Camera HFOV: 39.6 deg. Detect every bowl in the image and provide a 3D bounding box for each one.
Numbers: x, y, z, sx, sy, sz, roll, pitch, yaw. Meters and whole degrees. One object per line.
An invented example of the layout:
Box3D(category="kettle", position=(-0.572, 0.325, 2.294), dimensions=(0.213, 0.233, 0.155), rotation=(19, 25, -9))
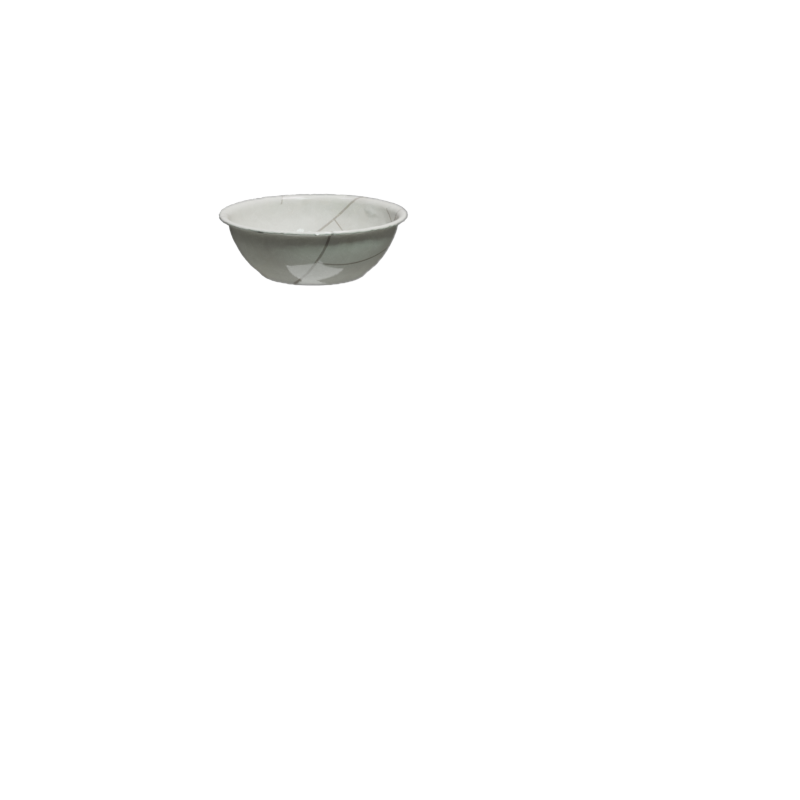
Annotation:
Box3D(category="bowl", position=(-0.075, -0.136, 0.954), dimensions=(0.162, 0.053, 0.169), rotation=(-1, 20, -2))
